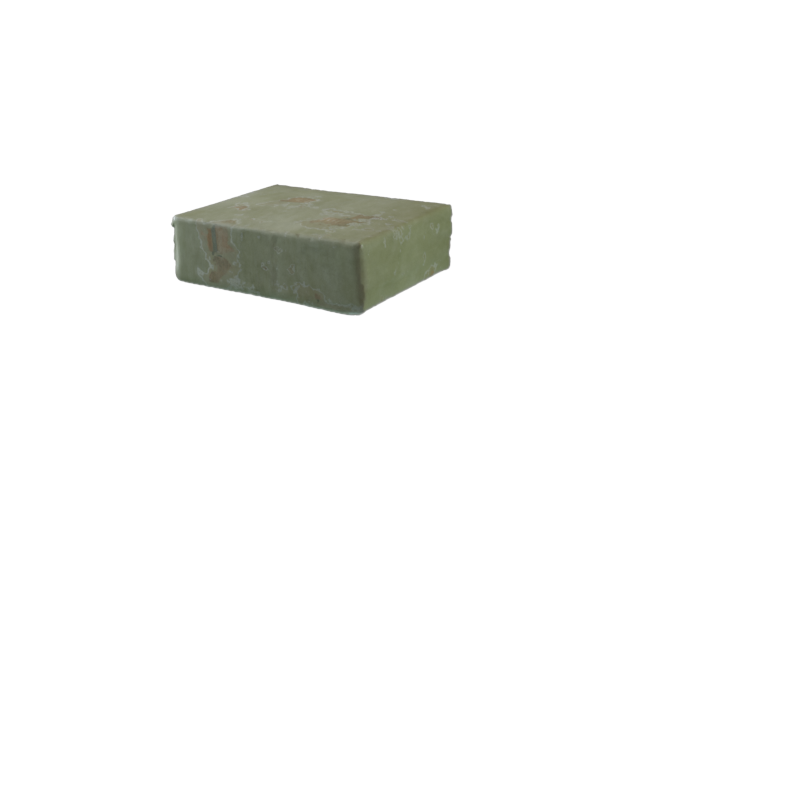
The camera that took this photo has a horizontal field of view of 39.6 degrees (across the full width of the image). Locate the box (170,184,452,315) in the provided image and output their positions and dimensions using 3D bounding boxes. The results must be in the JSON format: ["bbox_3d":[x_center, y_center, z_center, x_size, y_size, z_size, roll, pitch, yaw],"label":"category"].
[{"bbox_3d":[-0.044,-0.079,0.556,0.119,0.037,0.090,14,26,29],"label":"box"}]
